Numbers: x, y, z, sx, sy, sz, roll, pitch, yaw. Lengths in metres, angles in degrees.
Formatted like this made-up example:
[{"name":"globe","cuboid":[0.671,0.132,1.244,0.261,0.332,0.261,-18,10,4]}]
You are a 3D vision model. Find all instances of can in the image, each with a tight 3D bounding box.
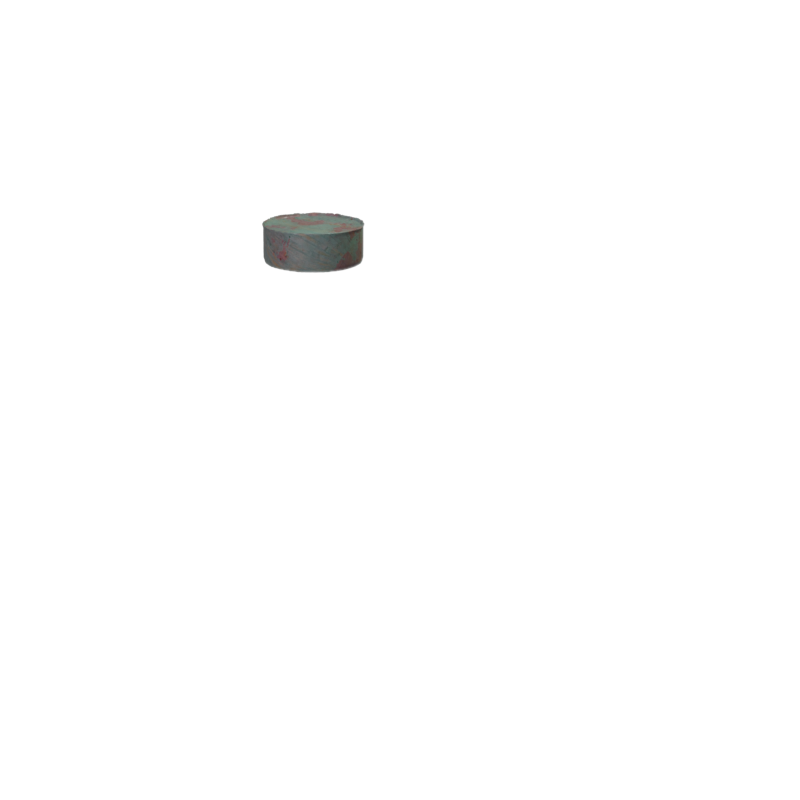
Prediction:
[{"name":"can","cuboid":[-0.073,-0.133,0.933,0.086,0.032,0.089,-1,20,-2]}]
